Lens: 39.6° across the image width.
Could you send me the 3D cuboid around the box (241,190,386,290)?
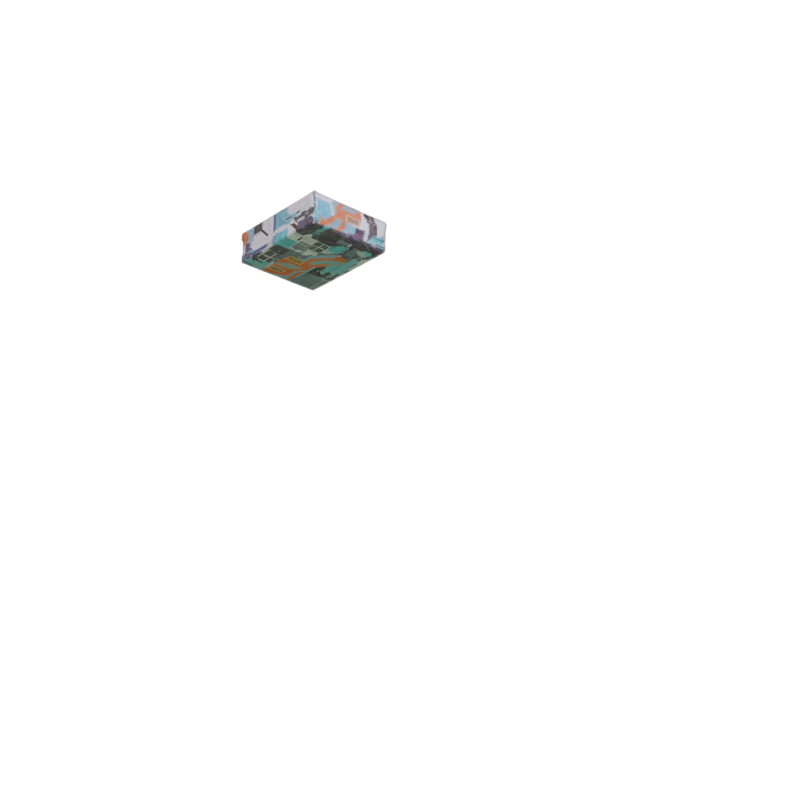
[{"bbox_3d":[-0.066,-0.121,0.845,0.069,0.032,0.089,20,-30,-38],"label":"box"}]
